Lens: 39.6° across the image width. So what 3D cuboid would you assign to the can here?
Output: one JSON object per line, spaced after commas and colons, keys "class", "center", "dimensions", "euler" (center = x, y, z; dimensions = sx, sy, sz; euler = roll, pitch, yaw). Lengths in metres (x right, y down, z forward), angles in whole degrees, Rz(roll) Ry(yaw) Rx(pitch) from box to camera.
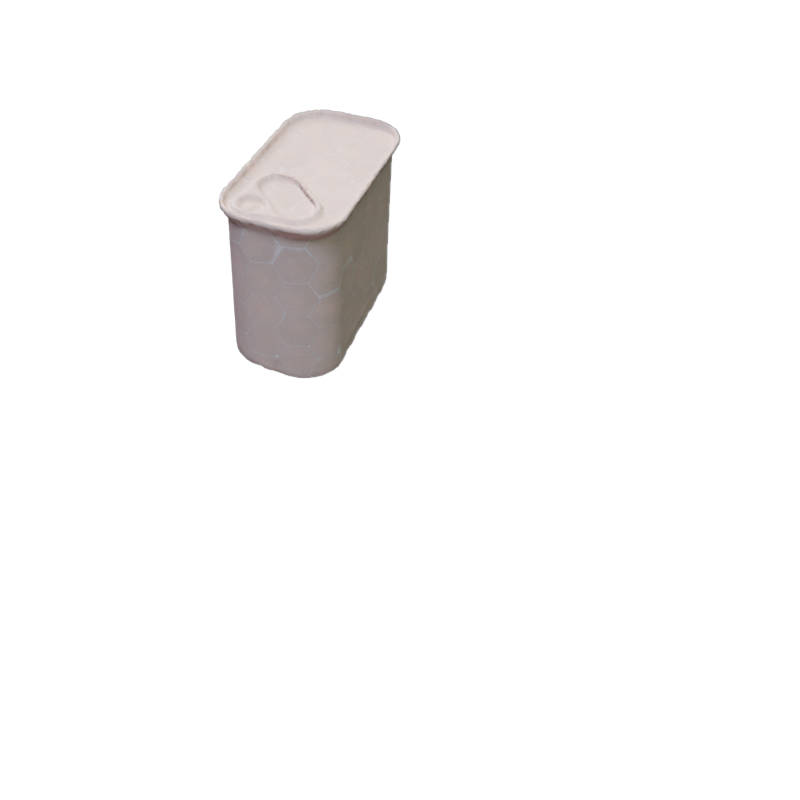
{"class": "can", "center": [-0.040, -0.073, 0.513], "dimensions": [0.059, 0.078, 0.106], "euler": [13, 40, 14]}
